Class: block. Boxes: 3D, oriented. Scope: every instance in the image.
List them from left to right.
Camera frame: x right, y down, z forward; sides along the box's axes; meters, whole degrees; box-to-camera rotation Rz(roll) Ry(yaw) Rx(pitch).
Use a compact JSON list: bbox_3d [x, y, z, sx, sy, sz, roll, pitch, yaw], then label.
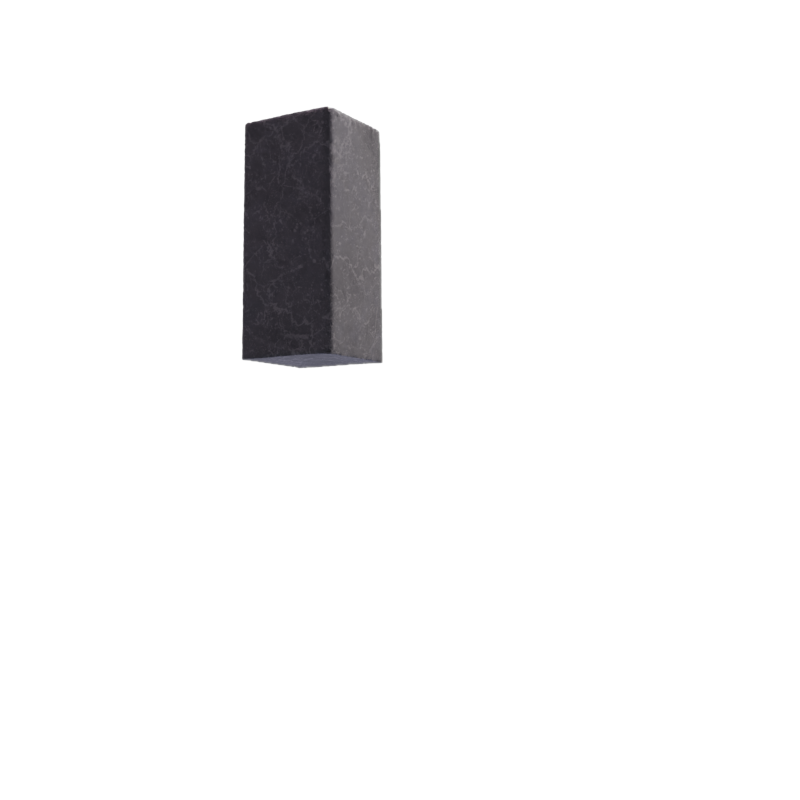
[{"bbox_3d":[-0.074,-0.137,0.955,0.092,0.212,0.086,-7,-12,30],"label":"block"}]
